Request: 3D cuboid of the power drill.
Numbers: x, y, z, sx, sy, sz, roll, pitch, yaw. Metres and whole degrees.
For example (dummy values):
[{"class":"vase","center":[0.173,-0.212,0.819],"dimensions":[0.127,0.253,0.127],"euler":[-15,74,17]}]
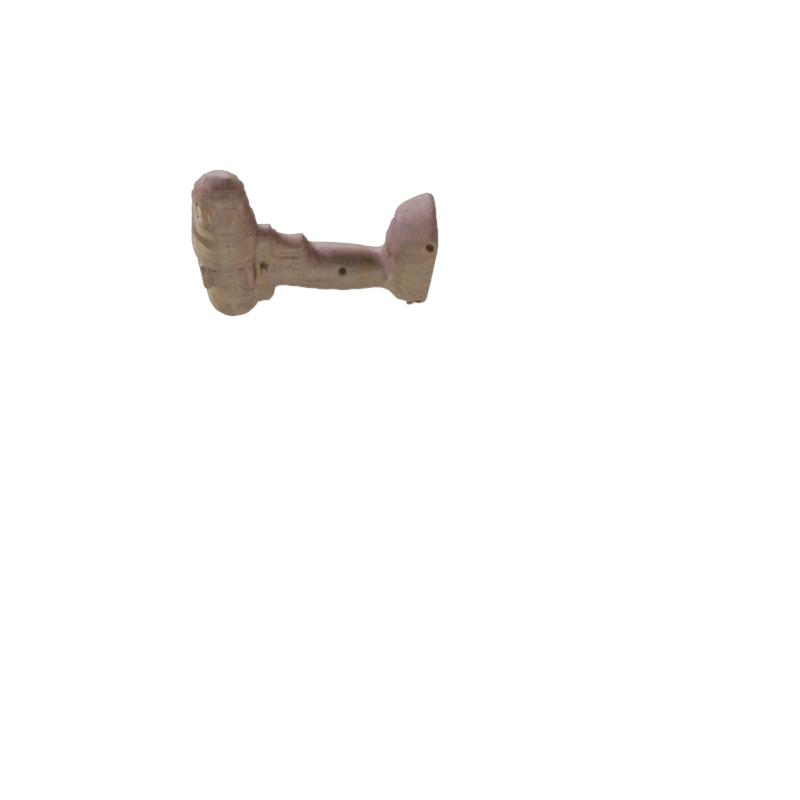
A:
[{"class":"power drill","center":[-0.068,-0.123,0.863],"dimensions":[0.187,0.061,0.175],"euler":[0,-21,-2]}]
